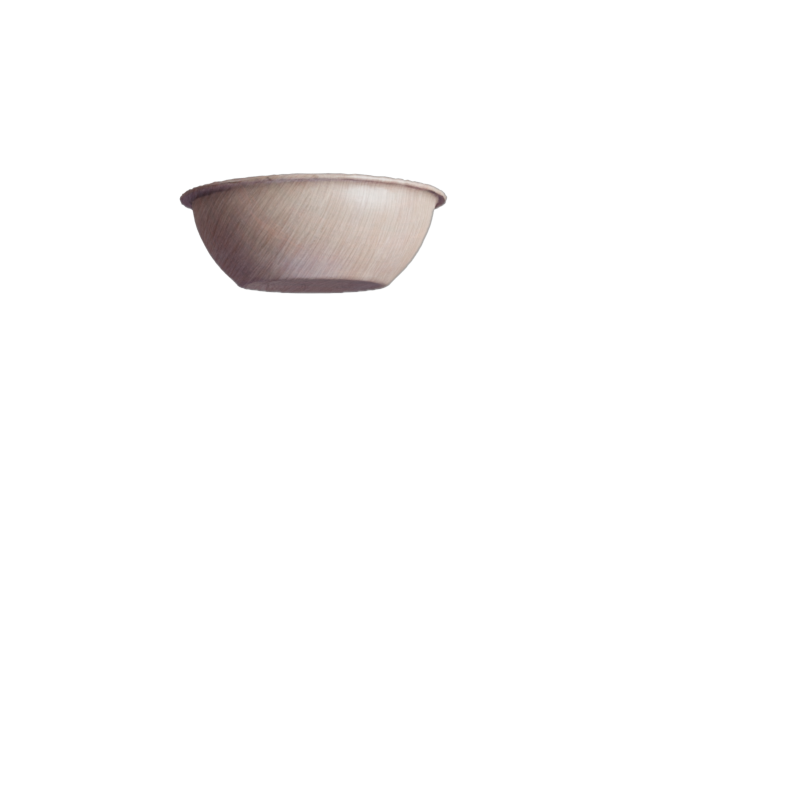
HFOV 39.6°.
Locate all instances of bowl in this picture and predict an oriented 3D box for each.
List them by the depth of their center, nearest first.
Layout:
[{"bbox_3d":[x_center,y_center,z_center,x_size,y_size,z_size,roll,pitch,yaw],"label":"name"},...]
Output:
[{"bbox_3d":[-0.052,-0.096,0.670,0.162,0.056,0.161,0,-1,-2],"label":"bowl"}]
